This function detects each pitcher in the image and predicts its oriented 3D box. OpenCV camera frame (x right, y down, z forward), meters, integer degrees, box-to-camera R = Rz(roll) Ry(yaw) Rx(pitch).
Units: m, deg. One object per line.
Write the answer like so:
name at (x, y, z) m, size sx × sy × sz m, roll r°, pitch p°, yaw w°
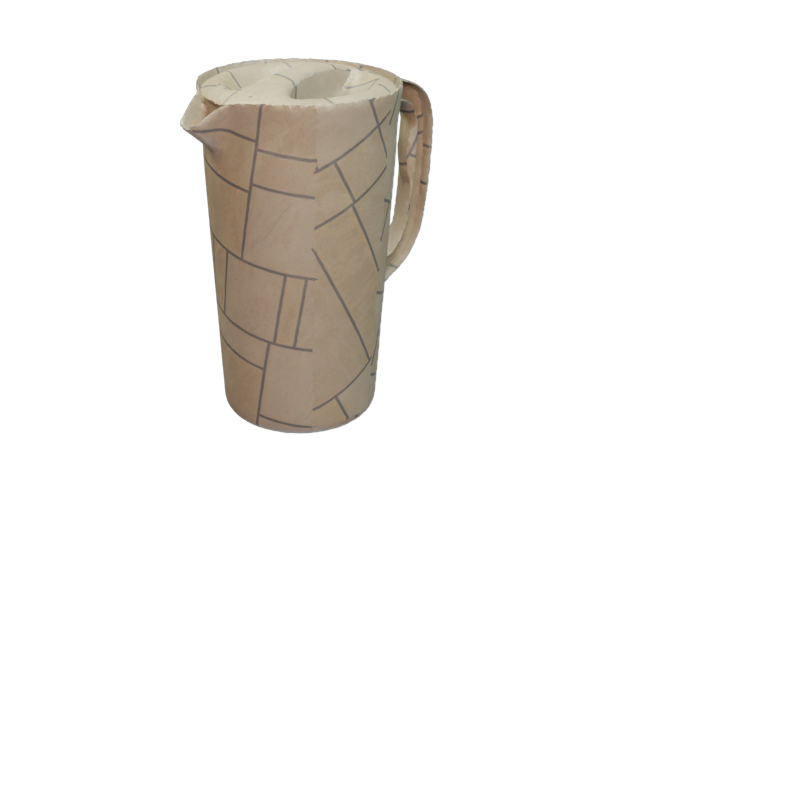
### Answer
pitcher at (-0.059, -0.108, 0.760) m, size 0.151 × 0.231 × 0.151 m, roll 5°, pitch 25°, yaw 7°
